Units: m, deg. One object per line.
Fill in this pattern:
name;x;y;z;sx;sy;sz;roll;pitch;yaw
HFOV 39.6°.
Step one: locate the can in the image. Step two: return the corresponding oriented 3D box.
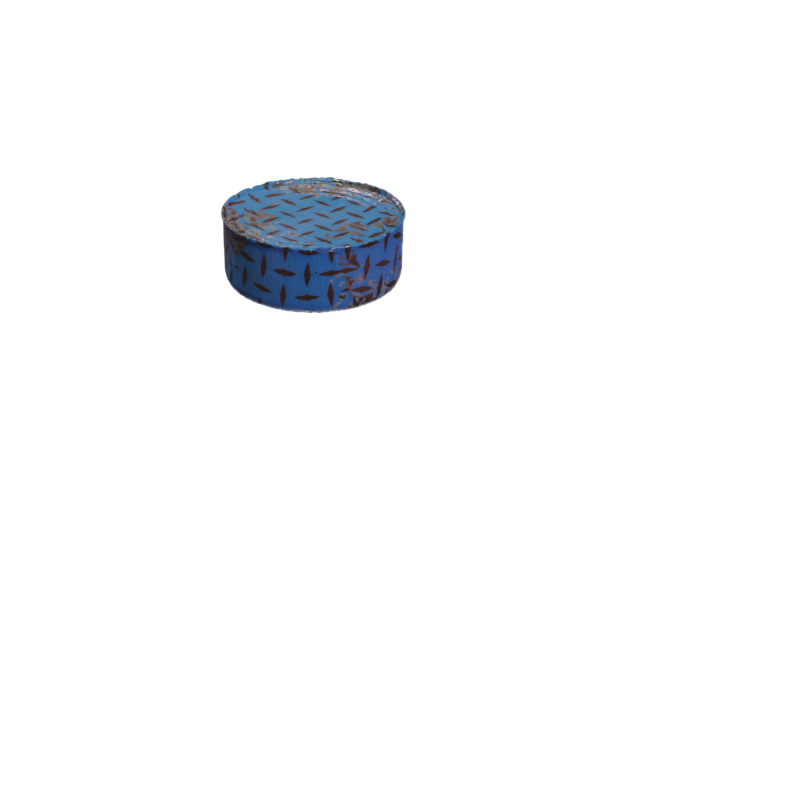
can;-0.041;-0.075;0.523;0.086;0.032;0.091;-1;30;-2
